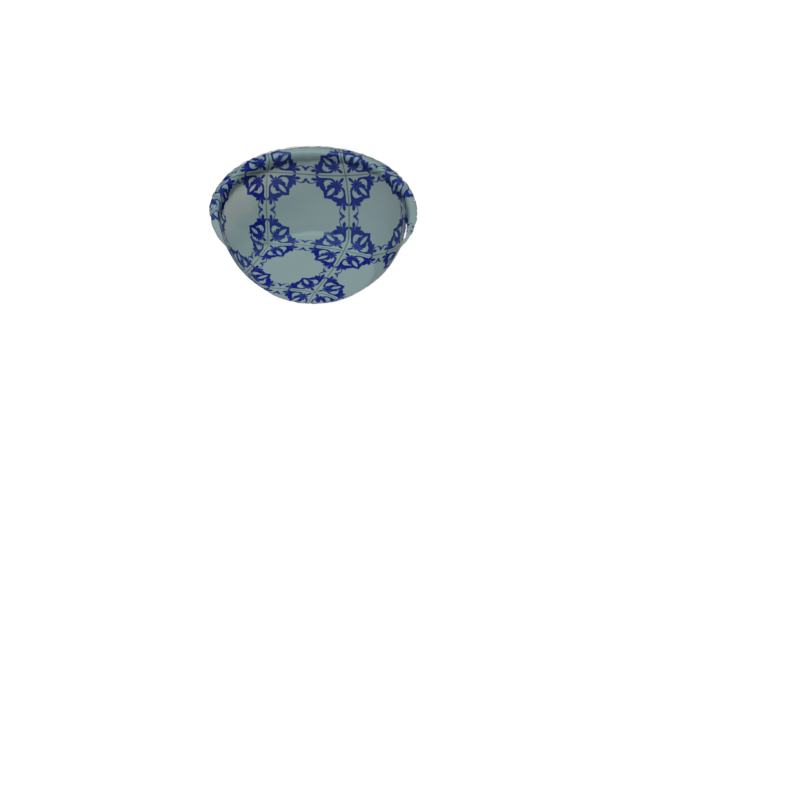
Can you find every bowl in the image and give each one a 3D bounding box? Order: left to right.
[{"bbox_3d":[-0.066,-0.121,0.846,0.162,0.059,0.152,1,-32,-2],"label":"bowl"}]
